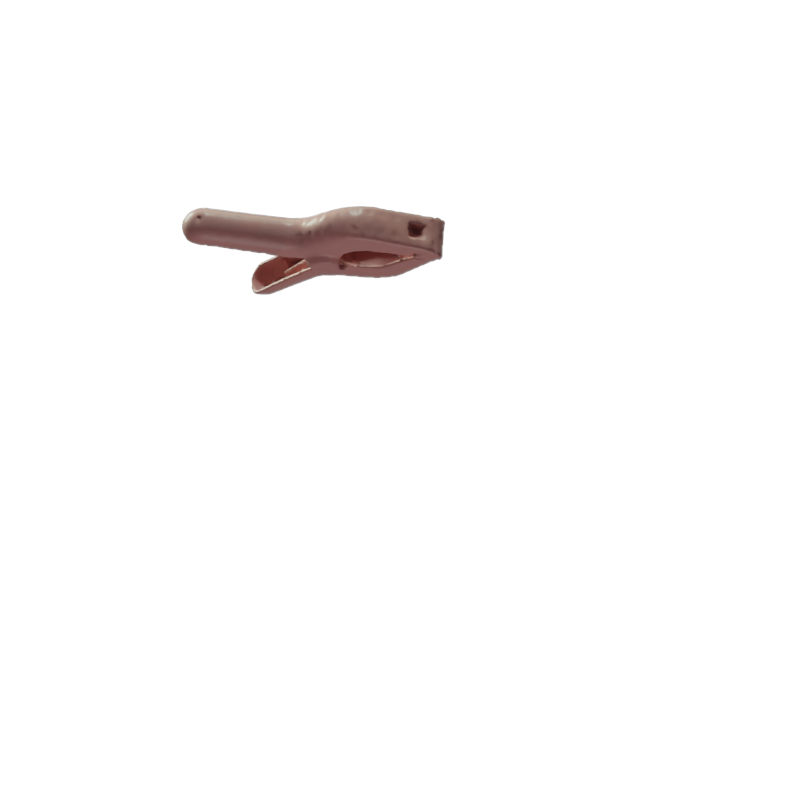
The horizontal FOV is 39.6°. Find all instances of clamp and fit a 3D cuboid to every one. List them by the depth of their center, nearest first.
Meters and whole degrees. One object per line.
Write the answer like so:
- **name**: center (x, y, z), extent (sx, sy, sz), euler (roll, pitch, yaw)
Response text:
- **clamp**: center (-0.059, -0.107, 0.750), extent (0.175, 0.041, 0.113), euler (-6, -13, 29)
